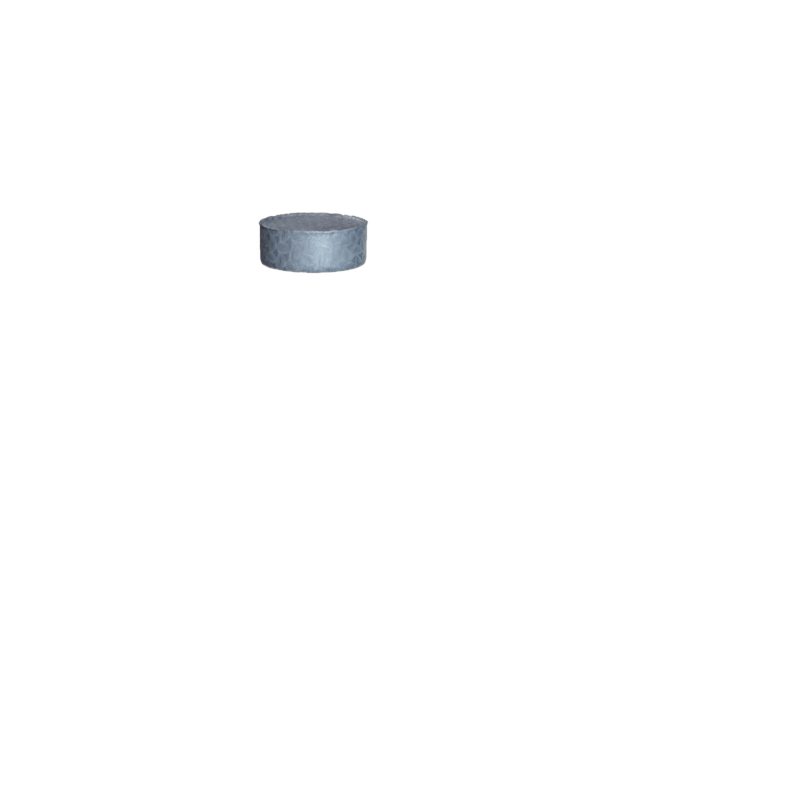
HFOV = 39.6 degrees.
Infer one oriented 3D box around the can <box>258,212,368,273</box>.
[{"bbox_3d":[-0.068,-0.125,0.873,0.086,0.032,0.089,-1,17,-2],"label":"can"}]
